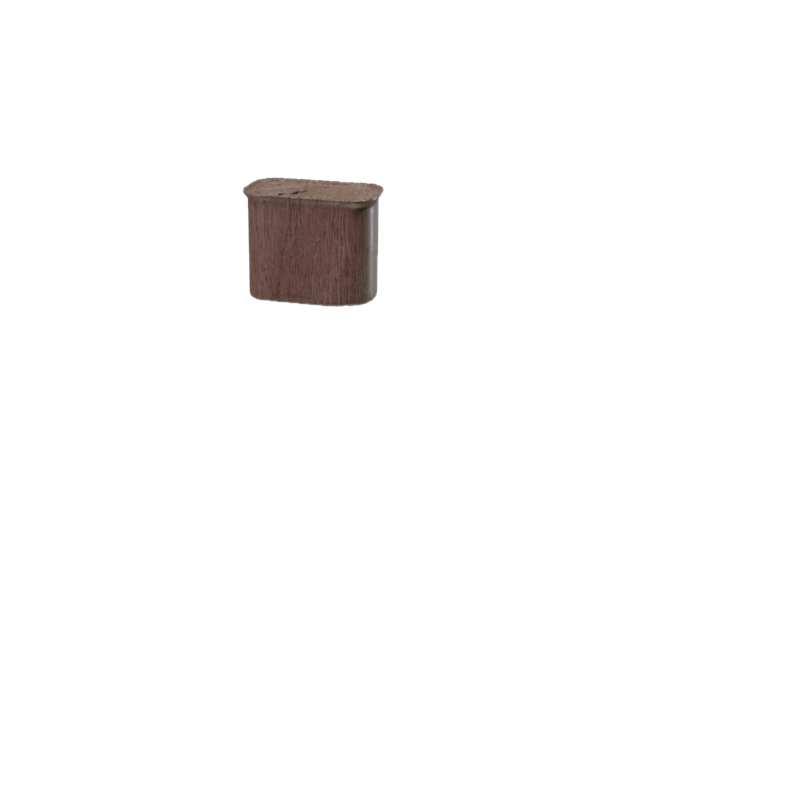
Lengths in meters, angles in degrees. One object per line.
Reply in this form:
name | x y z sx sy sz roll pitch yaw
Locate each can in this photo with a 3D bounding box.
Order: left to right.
can | -0.066 -0.119 0.836 0.104 0.080 0.059 6 20 14
